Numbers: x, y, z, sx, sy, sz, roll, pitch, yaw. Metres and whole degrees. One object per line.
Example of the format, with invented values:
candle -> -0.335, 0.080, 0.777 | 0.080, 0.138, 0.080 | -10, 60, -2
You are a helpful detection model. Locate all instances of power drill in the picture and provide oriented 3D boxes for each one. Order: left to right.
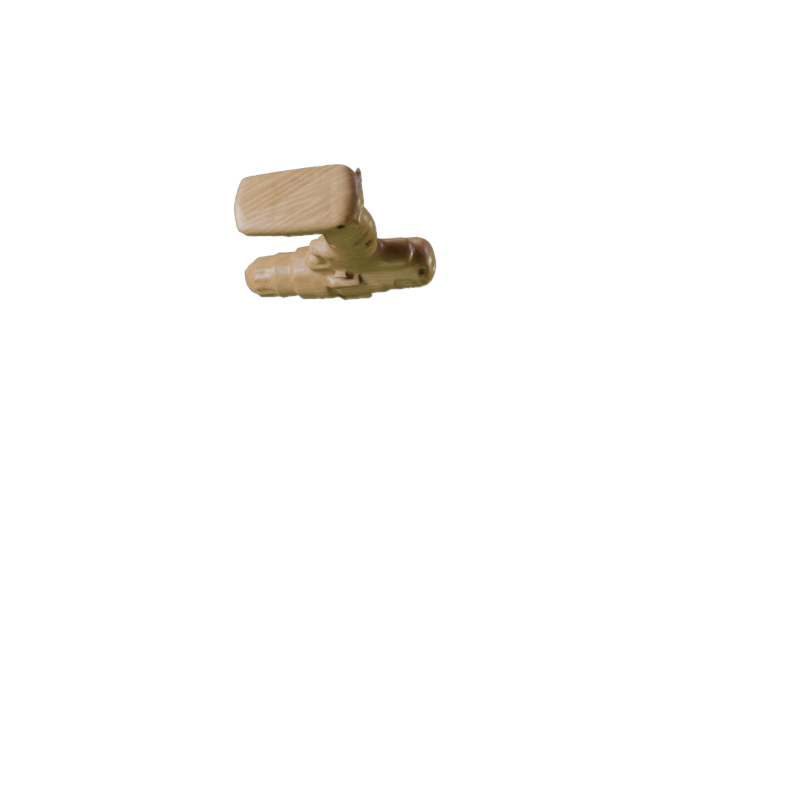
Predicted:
power drill -> -0.076, -0.139, 0.975 | 0.188, 0.060, 0.176 | -5, -16, 17
